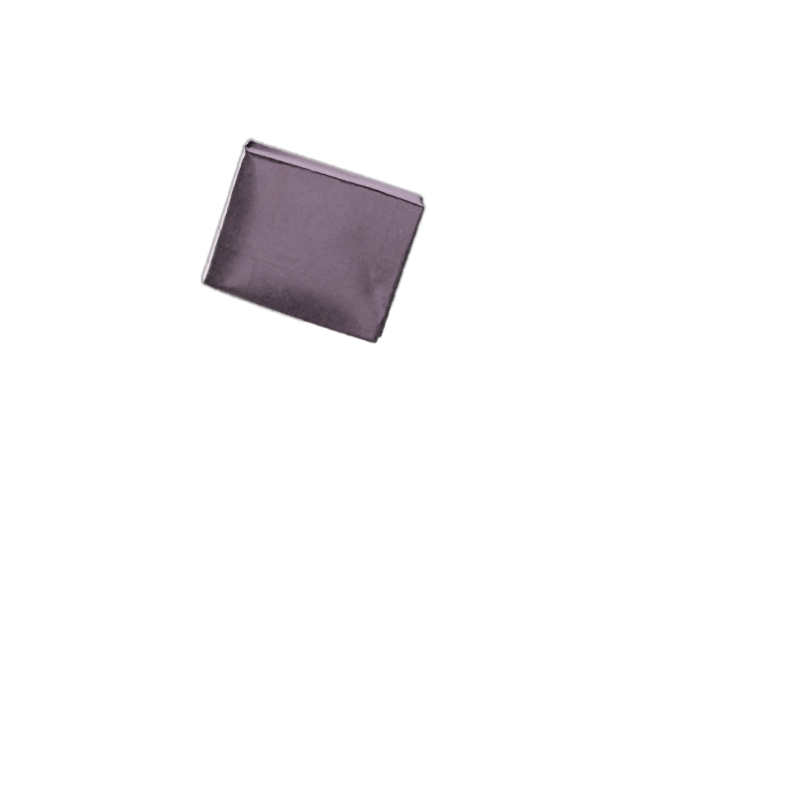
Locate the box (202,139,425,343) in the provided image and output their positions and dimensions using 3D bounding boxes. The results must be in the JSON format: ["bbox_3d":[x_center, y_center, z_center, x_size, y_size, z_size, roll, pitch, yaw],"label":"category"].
[{"bbox_3d":[-0.052,-0.094,0.660,0.112,0.088,0.040,18,13,-5],"label":"box"}]
